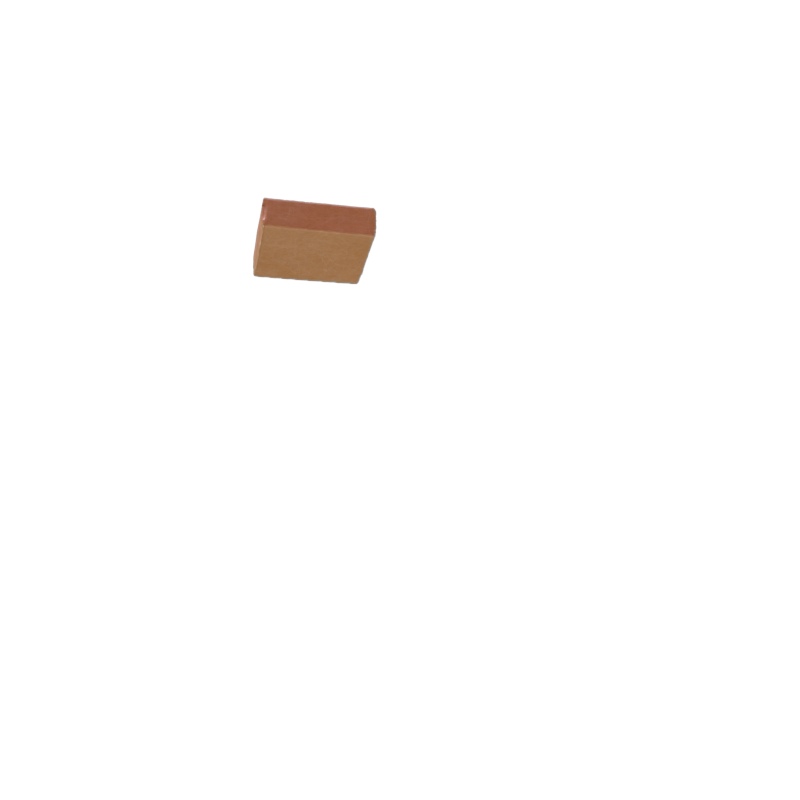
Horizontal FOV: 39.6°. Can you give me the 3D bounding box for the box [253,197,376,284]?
[{"bbox_3d":[-0.068,-0.124,0.871,0.088,0.032,0.069,4,-29,-8],"label":"box"}]
